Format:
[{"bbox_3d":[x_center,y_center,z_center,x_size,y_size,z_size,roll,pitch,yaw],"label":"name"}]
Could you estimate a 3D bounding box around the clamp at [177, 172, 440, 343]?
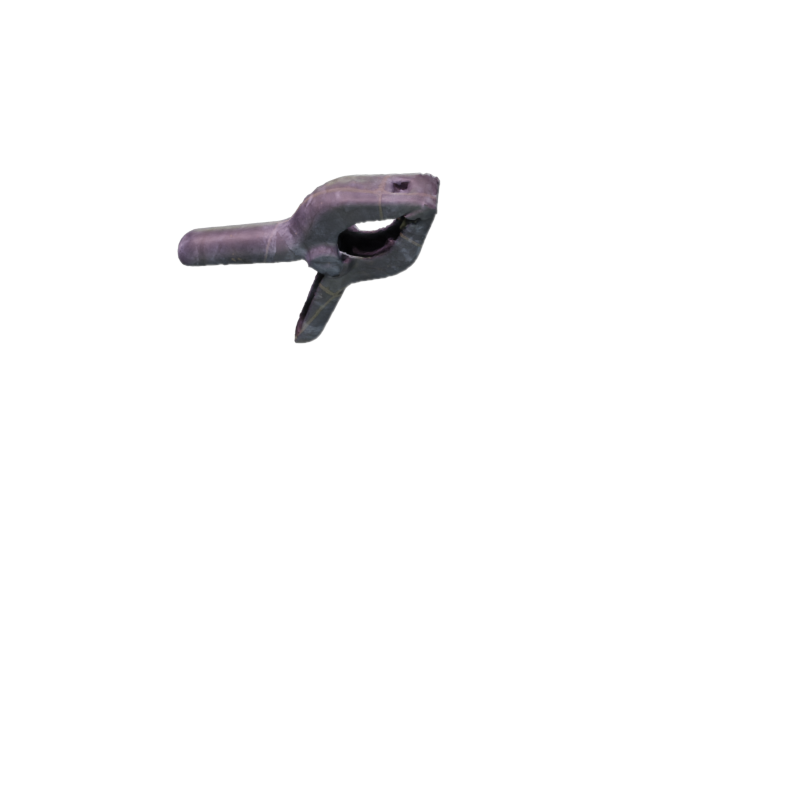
[{"bbox_3d":[-0.054,-0.098,0.684,0.113,0.042,0.170,25,-41,-33],"label":"clamp"}]
